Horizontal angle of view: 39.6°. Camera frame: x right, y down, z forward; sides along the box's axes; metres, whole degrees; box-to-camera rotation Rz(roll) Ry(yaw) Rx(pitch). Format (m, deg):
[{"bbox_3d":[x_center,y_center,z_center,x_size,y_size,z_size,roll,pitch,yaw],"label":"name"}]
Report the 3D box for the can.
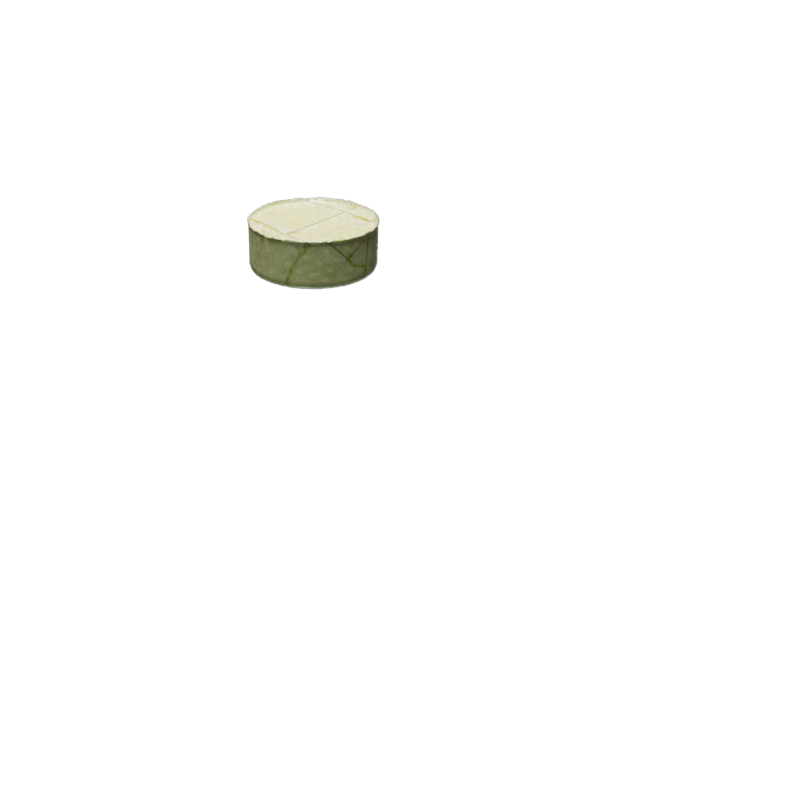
[{"bbox_3d":[-0.057,-0.103,0.724,0.086,0.032,0.091,-1,27,-2],"label":"can"}]
